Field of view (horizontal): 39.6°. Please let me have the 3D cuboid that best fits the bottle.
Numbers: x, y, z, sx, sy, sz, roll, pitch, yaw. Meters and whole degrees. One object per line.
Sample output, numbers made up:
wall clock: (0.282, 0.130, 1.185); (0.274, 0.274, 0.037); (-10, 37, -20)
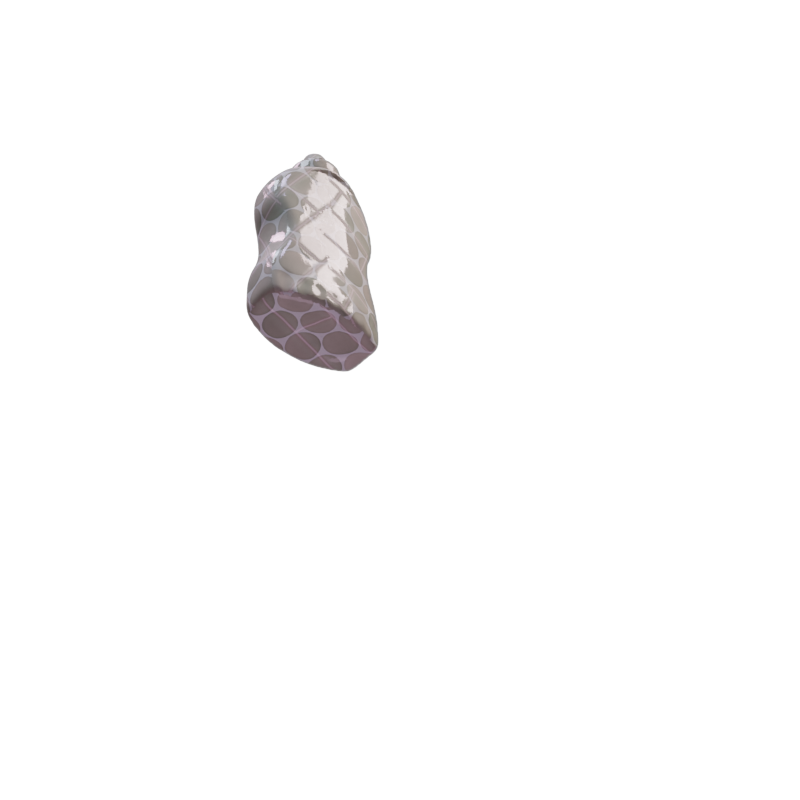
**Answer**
bottle: (-0.063, -0.117, 0.814); (0.091, 0.206, 0.057); (28, -53, -28)
